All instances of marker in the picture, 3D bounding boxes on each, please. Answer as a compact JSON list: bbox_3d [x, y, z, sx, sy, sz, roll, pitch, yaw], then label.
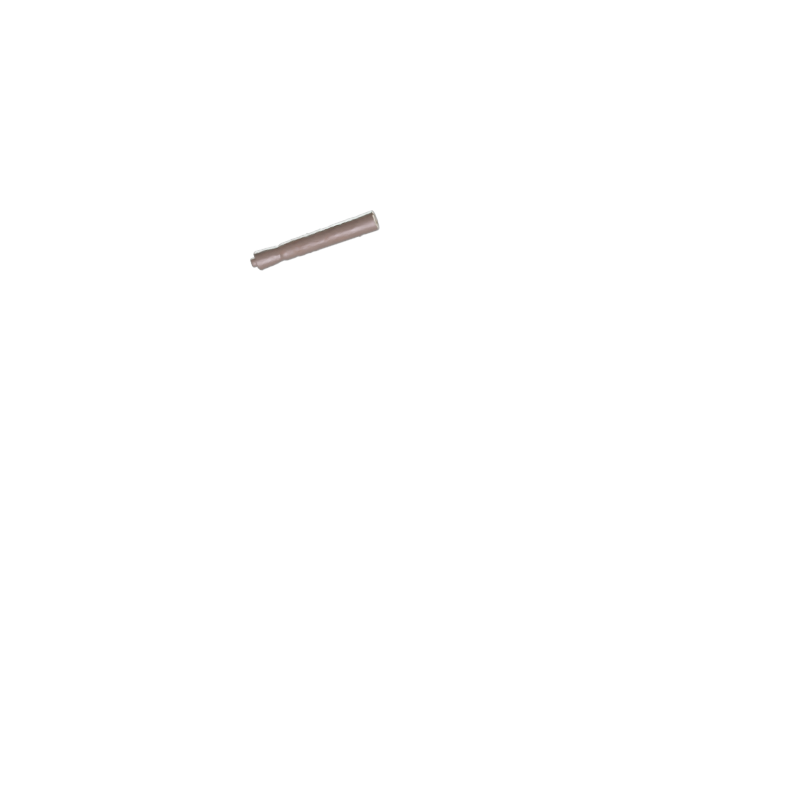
[{"bbox_3d":[-0.078,-0.143,0.999,0.121,0.020,0.020,-18,1,12],"label":"marker"}]
